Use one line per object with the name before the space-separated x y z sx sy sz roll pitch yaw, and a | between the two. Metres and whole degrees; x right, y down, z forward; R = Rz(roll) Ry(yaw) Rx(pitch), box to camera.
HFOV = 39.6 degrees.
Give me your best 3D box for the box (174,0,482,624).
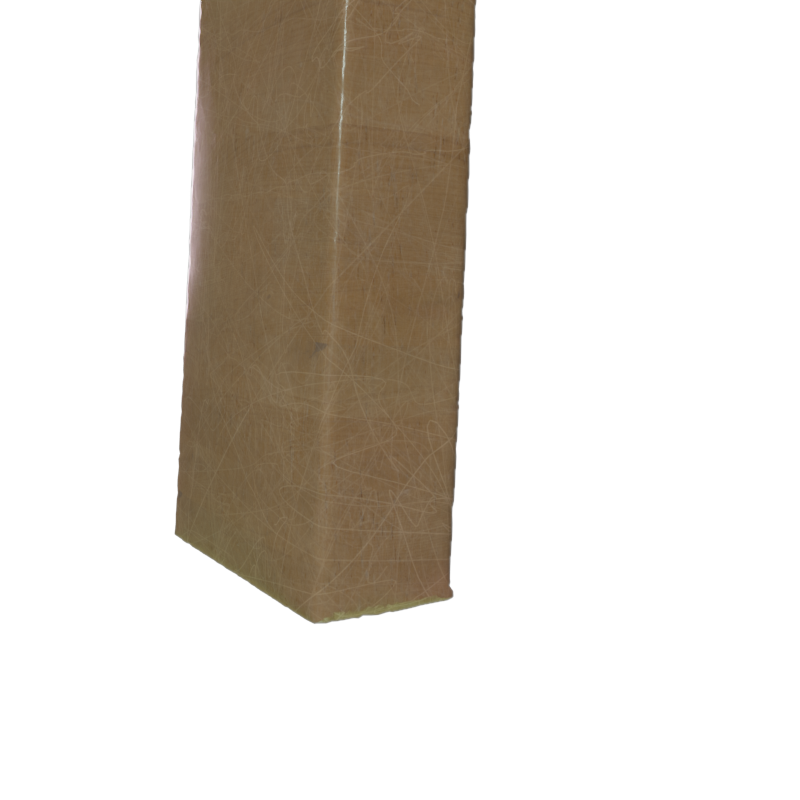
box | -0.024 -0.043 0.299 0.046 0.176 0.097 0 1 -31
